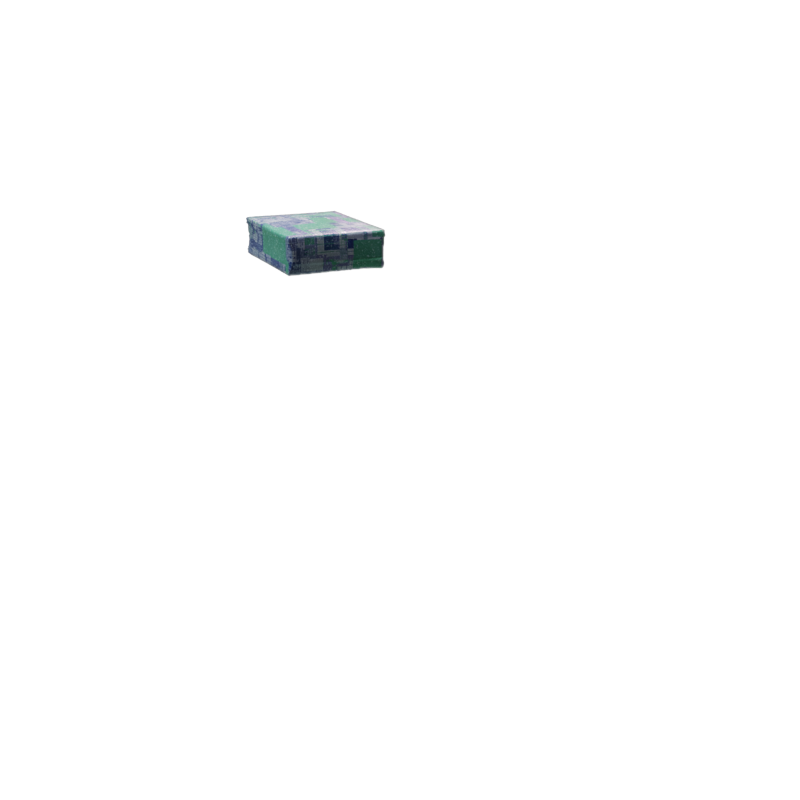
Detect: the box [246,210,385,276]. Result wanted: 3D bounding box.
[{"bbox_3d":[-0.077,-0.140,0.981,0.088,0.038,0.120,-7,17,-24],"label":"box"}]
